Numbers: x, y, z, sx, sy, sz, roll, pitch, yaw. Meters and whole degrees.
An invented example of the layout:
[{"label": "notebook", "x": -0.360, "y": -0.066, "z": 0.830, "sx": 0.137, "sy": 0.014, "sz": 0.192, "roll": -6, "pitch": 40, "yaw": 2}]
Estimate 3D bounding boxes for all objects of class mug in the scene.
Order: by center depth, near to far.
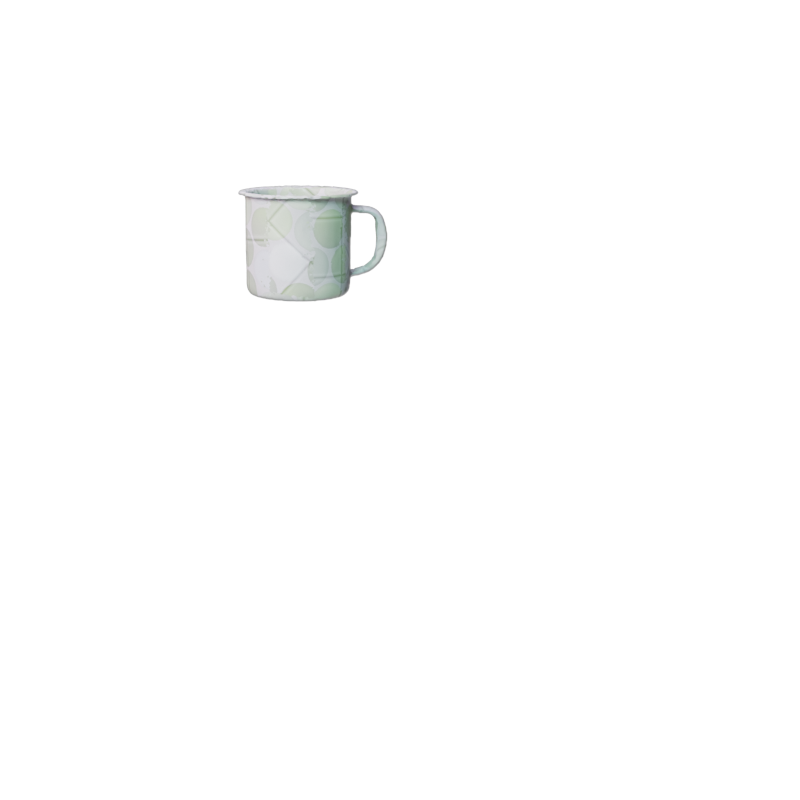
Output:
[{"label": "mug", "x": -0.068, "y": -0.124, "z": 0.868, "sx": 0.115, "sy": 0.080, "sz": 0.097, "roll": -3, "pitch": 13, "yaw": -13}]
